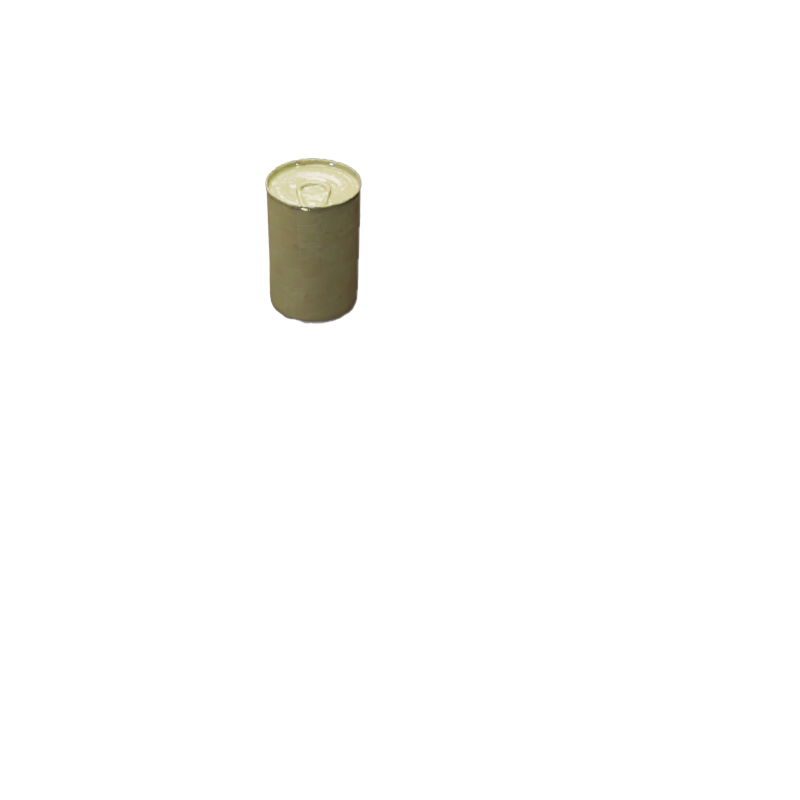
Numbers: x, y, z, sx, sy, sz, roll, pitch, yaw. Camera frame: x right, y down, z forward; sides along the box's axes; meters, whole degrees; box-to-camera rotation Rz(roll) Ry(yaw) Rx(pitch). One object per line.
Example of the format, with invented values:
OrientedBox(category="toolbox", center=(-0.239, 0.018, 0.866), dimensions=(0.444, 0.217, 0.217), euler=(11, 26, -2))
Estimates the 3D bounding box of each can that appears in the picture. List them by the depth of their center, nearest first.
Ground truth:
OrientedBox(category="can", center=(-0.063, -0.115, 0.806), dimensions=(0.068, 0.096, 0.073), euler=(0, 36, -3))
